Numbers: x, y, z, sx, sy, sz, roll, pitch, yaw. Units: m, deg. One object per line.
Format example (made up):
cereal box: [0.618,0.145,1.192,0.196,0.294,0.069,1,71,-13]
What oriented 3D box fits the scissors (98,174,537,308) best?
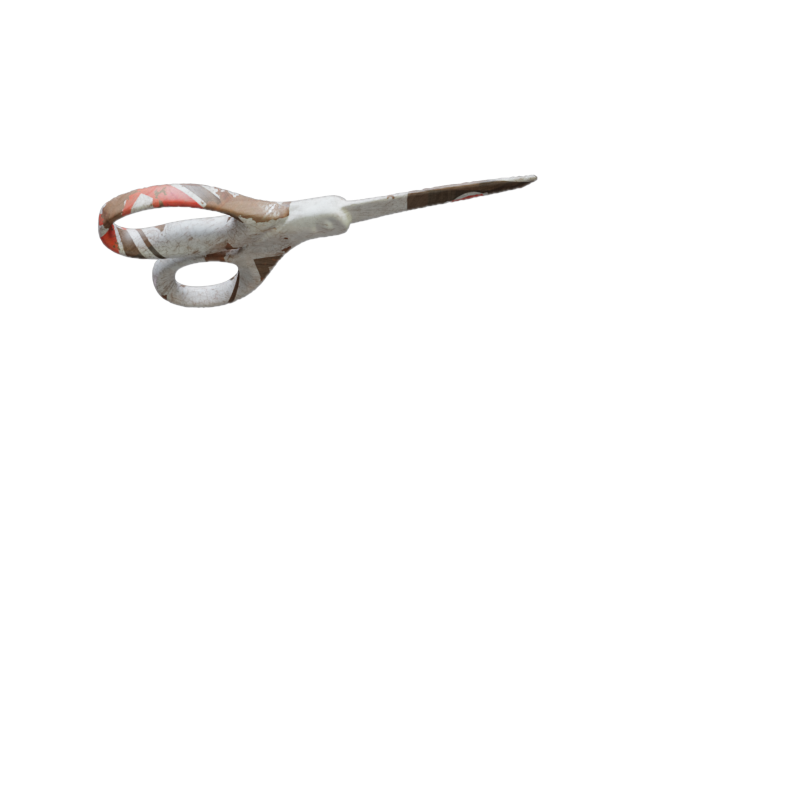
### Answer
scissors: [-0.042,-0.076,0.532,0.202,0.017,0.090,0,-31,0]
